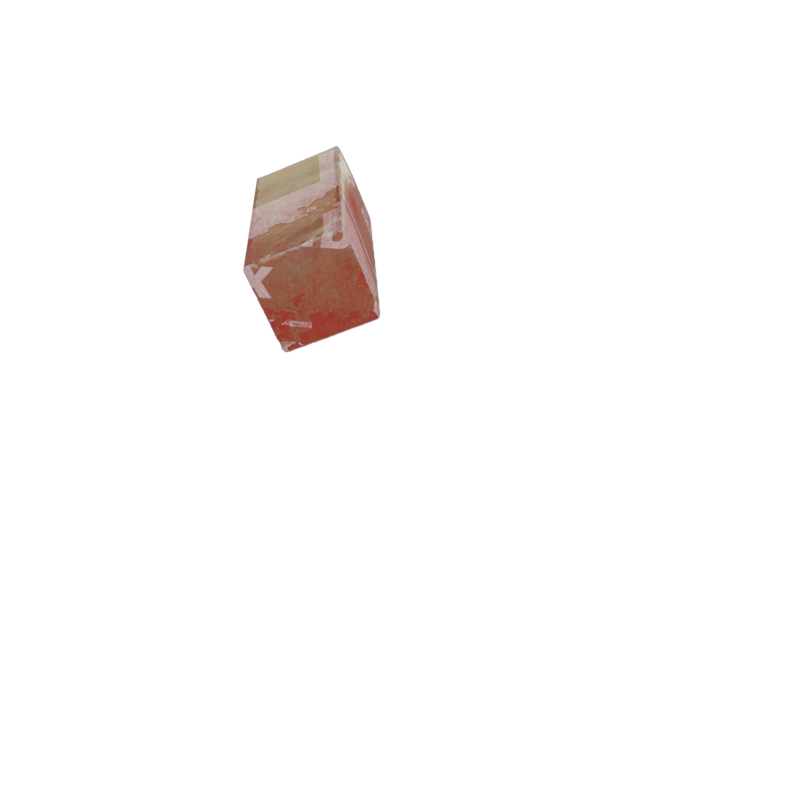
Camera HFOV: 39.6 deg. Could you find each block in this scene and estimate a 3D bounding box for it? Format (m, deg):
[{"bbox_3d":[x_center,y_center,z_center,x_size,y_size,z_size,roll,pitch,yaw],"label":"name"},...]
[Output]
[{"bbox_3d":[-0.078,-0.142,0.999,0.091,0.085,0.219,-21,29,8],"label":"block"}]
